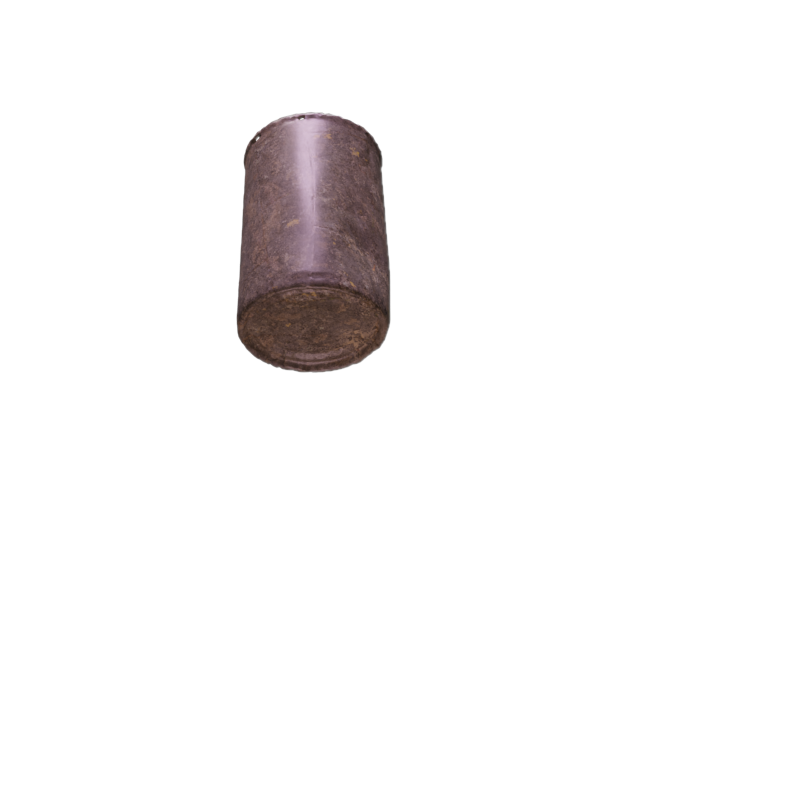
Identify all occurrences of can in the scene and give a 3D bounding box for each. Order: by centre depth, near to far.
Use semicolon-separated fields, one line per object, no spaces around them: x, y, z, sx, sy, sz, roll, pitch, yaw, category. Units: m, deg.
-0.040;-0.073;0.510;0.068;0.109;0.064;-1;-36;-2;can
